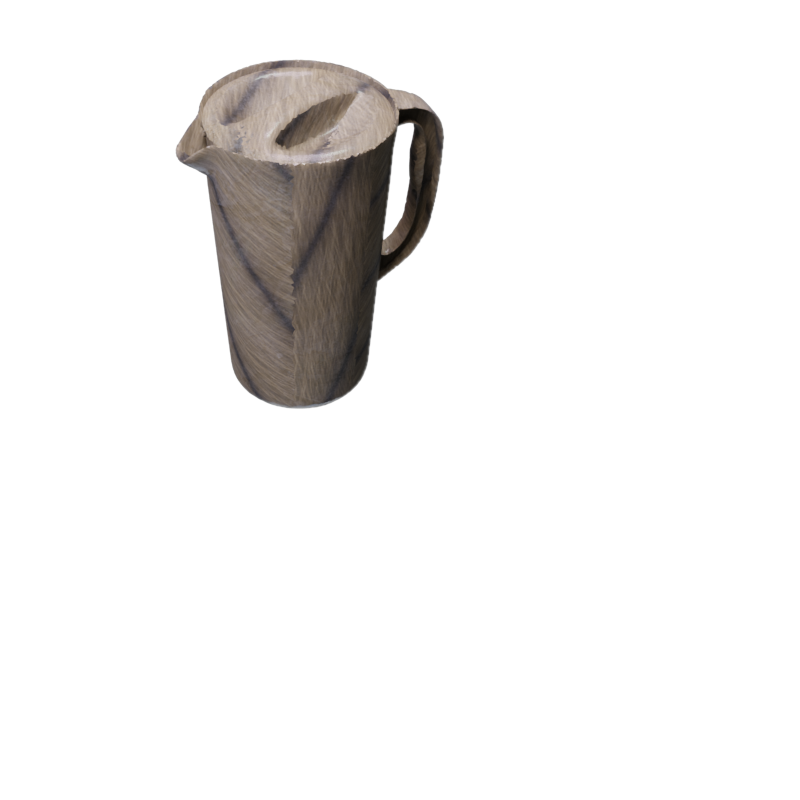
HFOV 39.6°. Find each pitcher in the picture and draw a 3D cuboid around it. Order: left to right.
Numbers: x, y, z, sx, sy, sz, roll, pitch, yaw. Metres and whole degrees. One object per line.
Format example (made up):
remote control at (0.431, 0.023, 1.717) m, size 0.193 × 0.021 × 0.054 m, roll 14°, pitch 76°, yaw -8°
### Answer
pitcher at (-0.063, -0.115, 0.803) m, size 0.154 × 0.226 × 0.151 m, roll 16°, pitch 44°, yaw 14°
